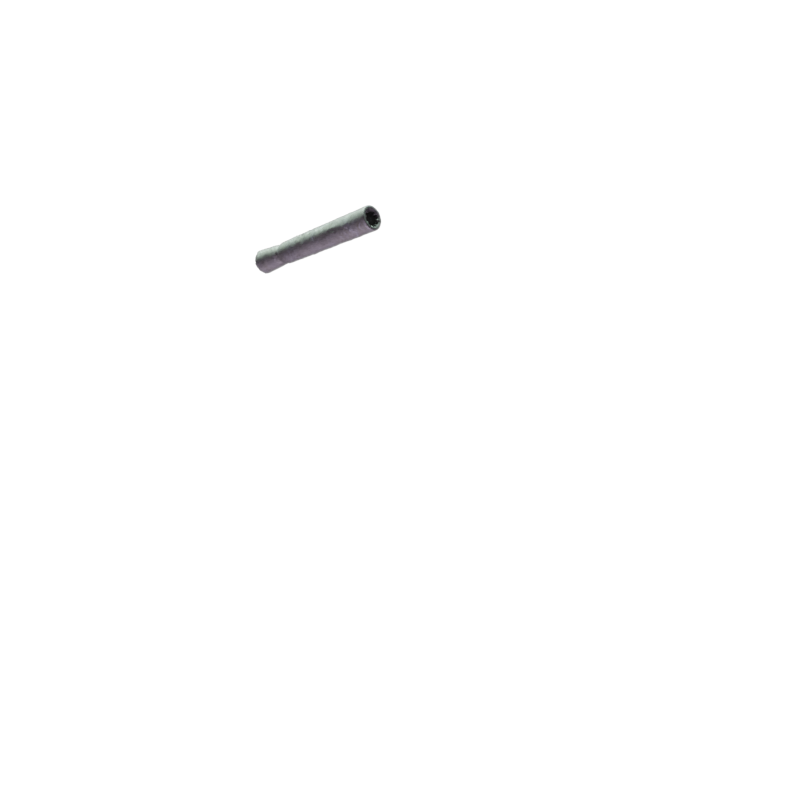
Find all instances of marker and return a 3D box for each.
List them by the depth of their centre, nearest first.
[{"bbox_3d":[-0.064,-0.117,0.817,0.123,0.020,0.019,-14,-7,41],"label":"marker"}]
